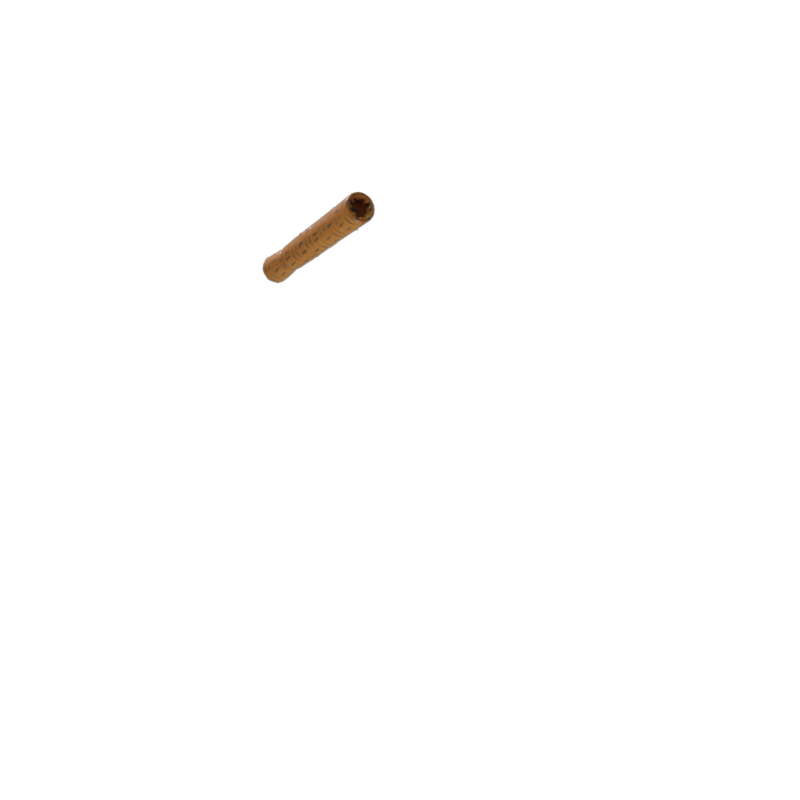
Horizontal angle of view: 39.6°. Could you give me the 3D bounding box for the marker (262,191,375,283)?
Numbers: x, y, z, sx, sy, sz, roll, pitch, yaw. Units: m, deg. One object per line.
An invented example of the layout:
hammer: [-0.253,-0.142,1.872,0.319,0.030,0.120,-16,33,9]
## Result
marker: [-0.053,-0.096,0.672,0.019,0.020,0.121,-2,-11,-32]
